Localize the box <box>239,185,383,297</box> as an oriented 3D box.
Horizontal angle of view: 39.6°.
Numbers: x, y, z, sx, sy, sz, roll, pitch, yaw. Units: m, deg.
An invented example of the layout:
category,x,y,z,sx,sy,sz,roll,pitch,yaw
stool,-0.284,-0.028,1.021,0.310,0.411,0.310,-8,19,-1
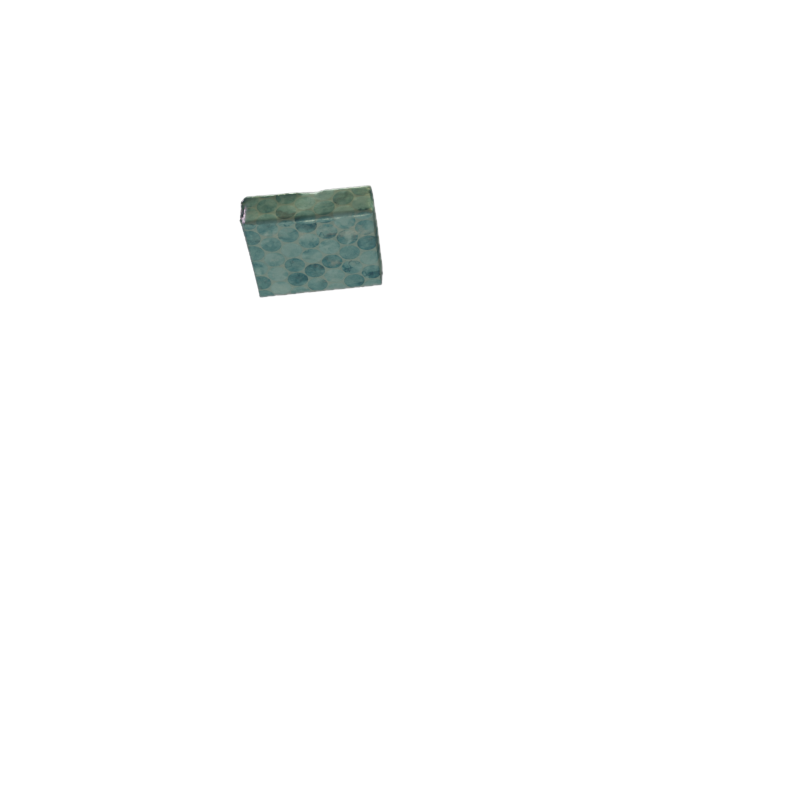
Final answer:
category,x,y,z,sx,sy,sz,roll,pitch,yaw
box,-0.059,-0.108,0.754,0.090,0.032,0.068,-4,-40,5
